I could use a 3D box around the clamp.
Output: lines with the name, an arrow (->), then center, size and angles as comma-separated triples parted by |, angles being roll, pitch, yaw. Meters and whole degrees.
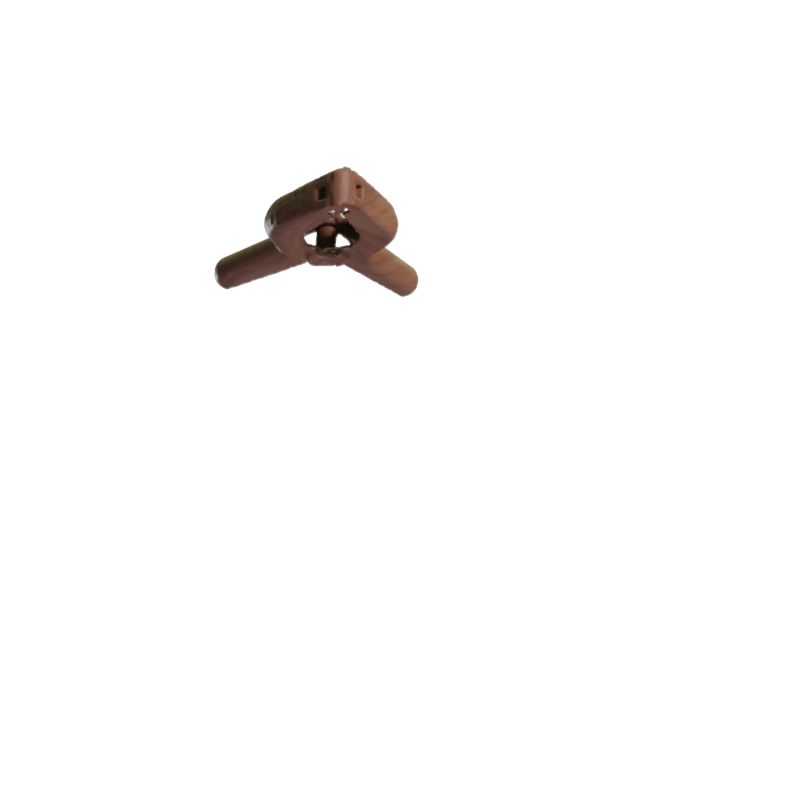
clamp -> -0.064, -0.117, 0.821 | 0.165, 0.038, 0.202 | 0, -13, -1
